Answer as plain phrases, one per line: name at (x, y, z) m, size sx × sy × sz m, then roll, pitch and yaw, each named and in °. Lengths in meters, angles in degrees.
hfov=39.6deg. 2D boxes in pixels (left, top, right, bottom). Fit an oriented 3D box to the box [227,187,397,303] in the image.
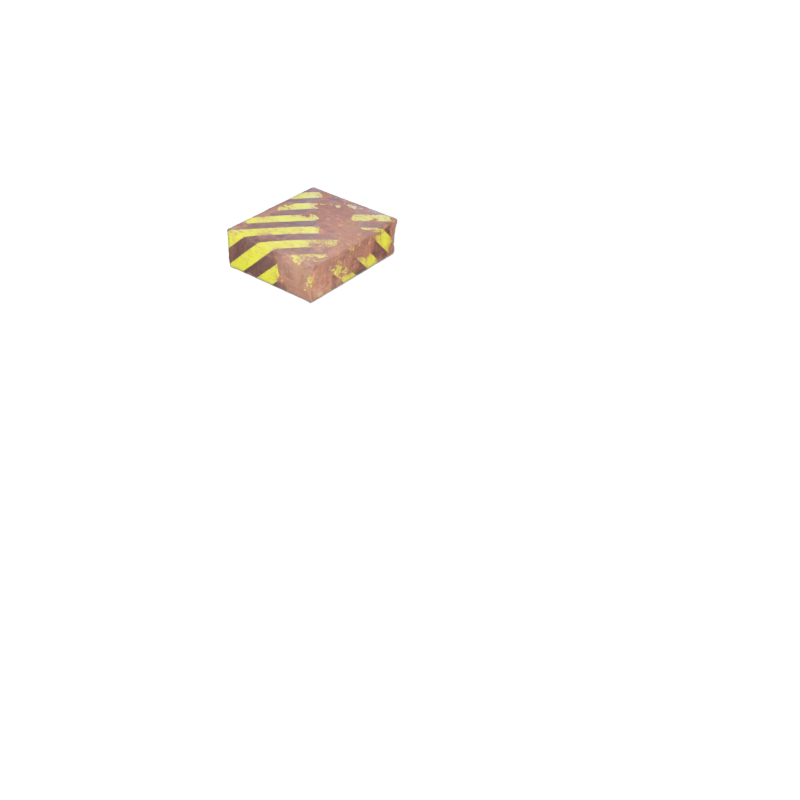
box at (-0.070, -0.128, 0.899) m, size 0.095 × 0.036 × 0.114 m, roll 23°, pitch 41°, yaw 29°
